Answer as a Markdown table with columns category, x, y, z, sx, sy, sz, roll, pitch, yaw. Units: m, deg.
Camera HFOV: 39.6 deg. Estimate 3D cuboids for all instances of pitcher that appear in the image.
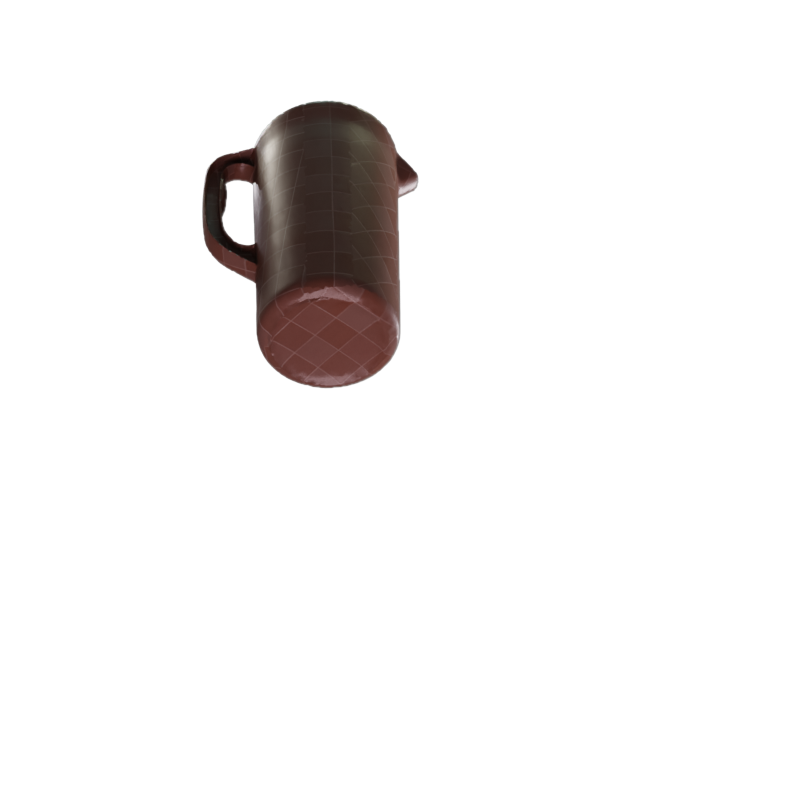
| category | x | y | z | sx | sy | sz | roll | pitch | yaw |
| --- | --- | --- | --- | --- | --- | --- | --- | --- | --- |
| pitcher | -0.071 | -0.130 | 0.913 | 0.149 | 0.261 | 0.135 | -30 | -53 | 22 |
